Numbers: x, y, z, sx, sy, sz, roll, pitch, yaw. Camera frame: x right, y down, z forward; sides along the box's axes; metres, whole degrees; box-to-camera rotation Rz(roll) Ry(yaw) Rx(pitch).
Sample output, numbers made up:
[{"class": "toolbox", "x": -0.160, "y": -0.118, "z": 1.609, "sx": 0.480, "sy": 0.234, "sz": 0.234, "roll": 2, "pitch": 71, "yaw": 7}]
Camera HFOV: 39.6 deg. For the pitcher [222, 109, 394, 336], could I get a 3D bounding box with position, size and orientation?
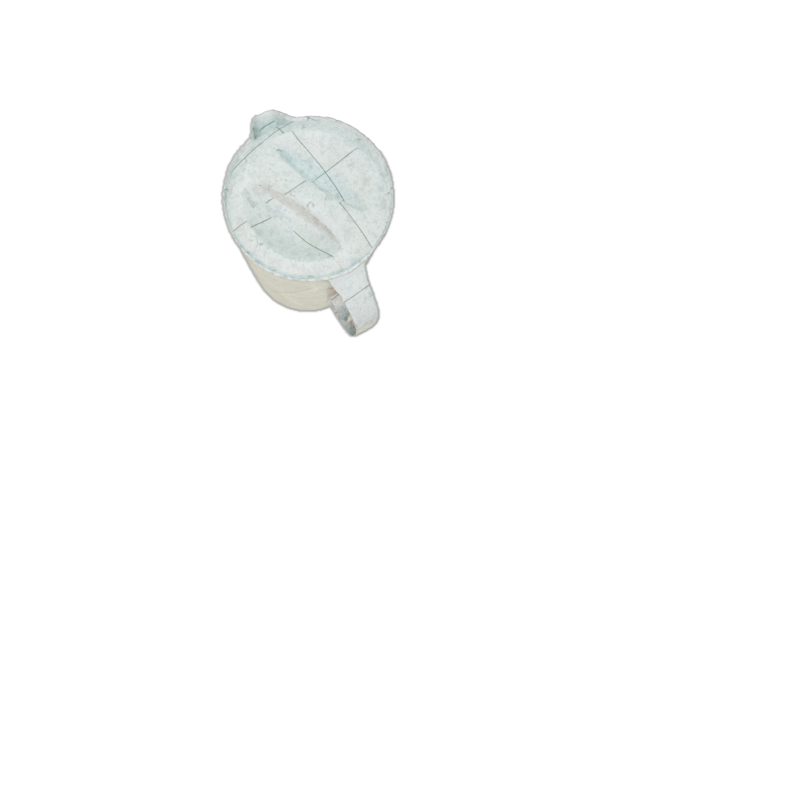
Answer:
[{"class": "pitcher", "x": -0.075, "y": -0.138, "z": 0.963, "sx": 0.145, "sy": 0.152, "sz": 0.238, "roll": 17, "pitch": -8, "yaw": -1}]
